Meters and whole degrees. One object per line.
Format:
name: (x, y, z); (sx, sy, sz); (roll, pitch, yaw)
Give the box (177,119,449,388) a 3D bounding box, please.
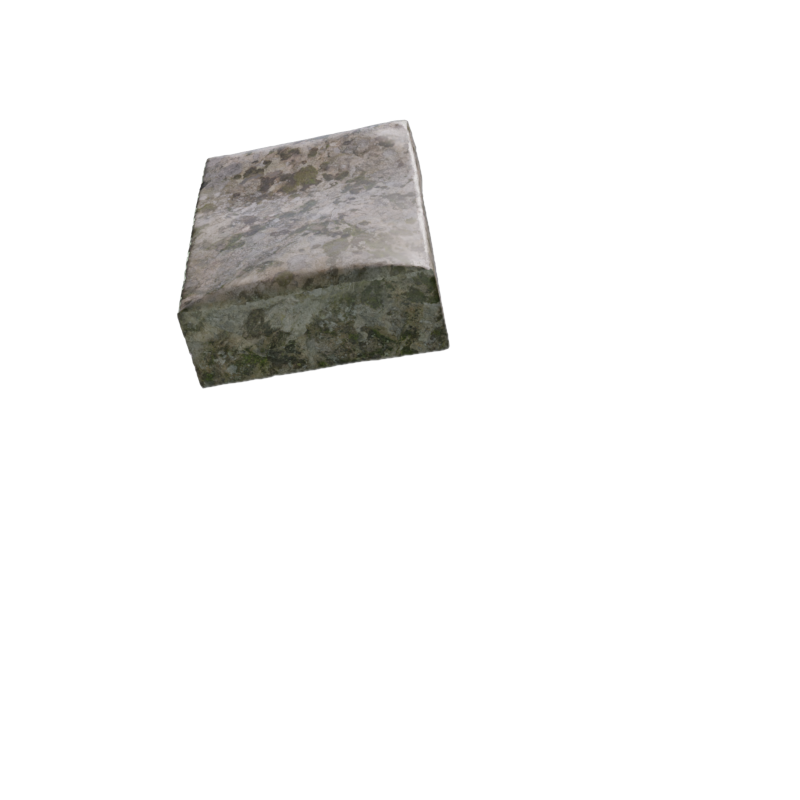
box: (-0.061, -0.111, 0.777); (0.165, 0.067, 0.229); (-10, 37, 5)
